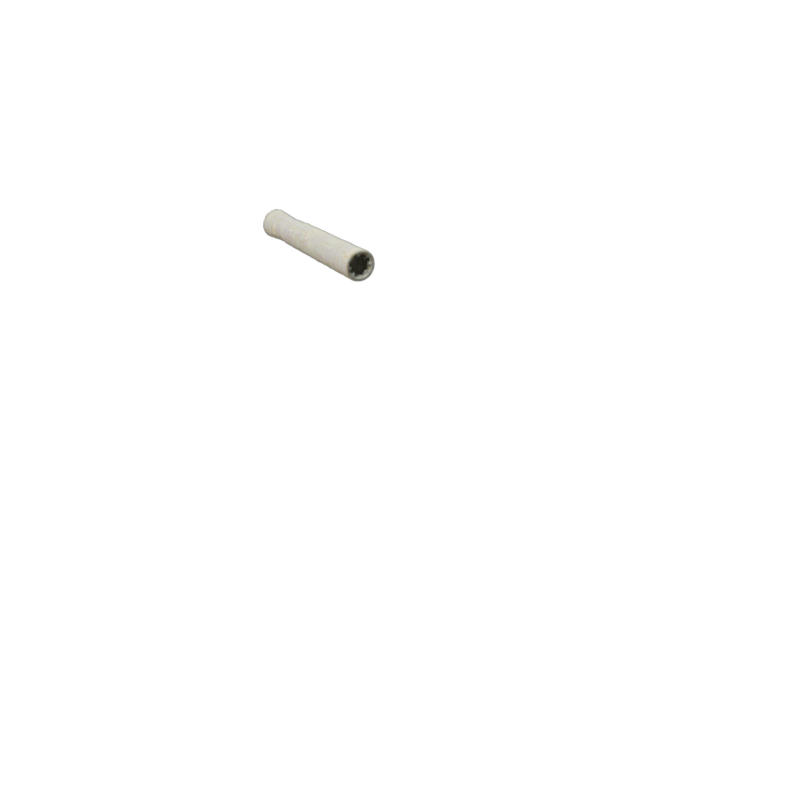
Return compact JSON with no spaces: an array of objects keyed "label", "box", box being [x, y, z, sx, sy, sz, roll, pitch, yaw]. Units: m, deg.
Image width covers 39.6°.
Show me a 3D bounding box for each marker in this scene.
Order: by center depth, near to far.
[{"label":"marker","box":[-0.052,-0.096,0.670,0.019,0.019,0.129,-2,20,-29]}]
